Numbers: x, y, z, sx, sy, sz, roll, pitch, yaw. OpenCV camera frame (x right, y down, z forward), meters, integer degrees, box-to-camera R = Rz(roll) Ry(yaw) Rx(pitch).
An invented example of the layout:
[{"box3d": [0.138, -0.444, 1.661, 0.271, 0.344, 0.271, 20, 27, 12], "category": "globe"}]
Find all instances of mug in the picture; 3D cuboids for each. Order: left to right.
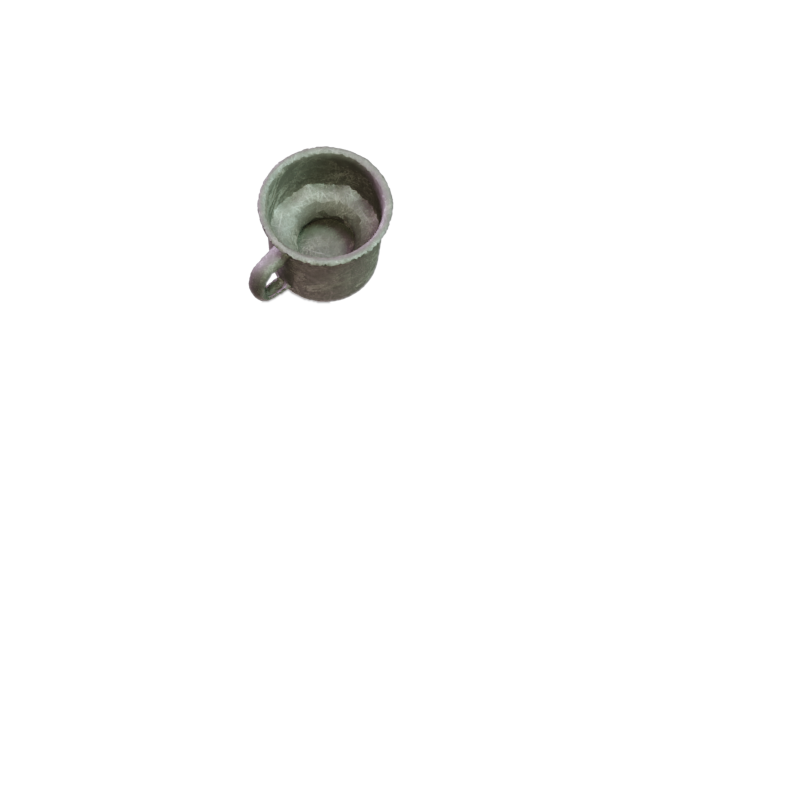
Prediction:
[{"box3d": [-0.062, -0.113, 0.791, 0.097, 0.119, 0.077, 39, -19, 14], "category": "mug"}]
